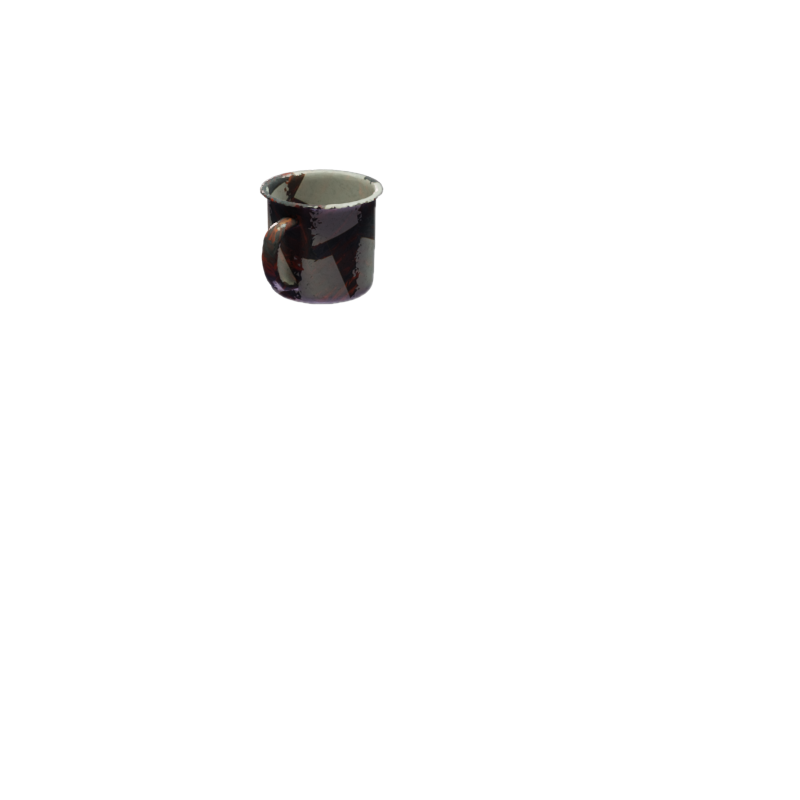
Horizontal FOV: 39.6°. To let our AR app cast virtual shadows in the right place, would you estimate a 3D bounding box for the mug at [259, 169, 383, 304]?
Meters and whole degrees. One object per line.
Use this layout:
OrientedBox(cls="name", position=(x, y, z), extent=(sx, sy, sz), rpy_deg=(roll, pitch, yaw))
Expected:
OrientedBox(cls="mug", position=(-0.066, -0.120, 0.839), extent=(0.097, 0.077, 0.118), rpy_deg=(13, 28, 25))
